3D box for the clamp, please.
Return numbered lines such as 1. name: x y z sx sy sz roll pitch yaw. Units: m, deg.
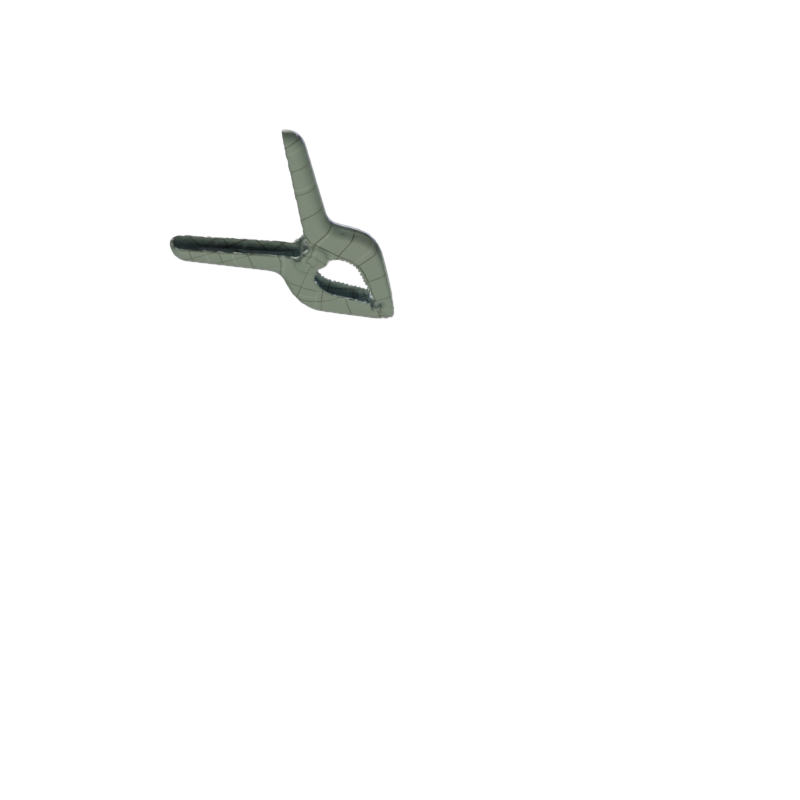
1. clamp: -0.078 -0.142 0.995 0.200 0.039 0.161 29 -56 -22
